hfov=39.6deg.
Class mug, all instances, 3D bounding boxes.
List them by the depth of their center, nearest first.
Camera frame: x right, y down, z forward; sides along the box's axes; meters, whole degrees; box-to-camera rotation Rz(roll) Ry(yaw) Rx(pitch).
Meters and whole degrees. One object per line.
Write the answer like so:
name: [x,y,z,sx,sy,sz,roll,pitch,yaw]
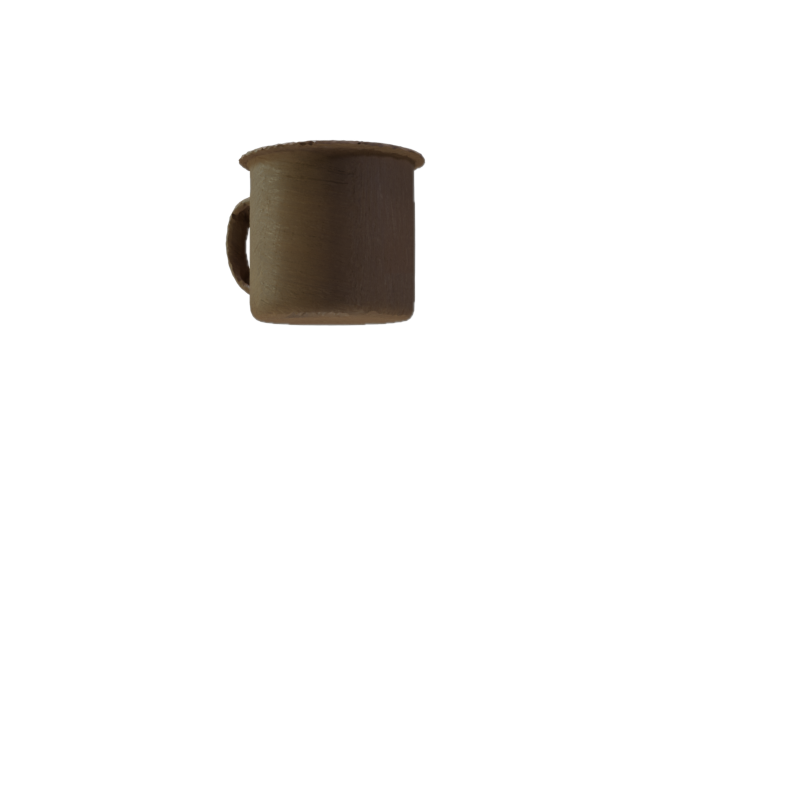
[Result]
mug: [-0.044,-0.080,0.557,0.121,0.083,0.089,-1,-3,36]
